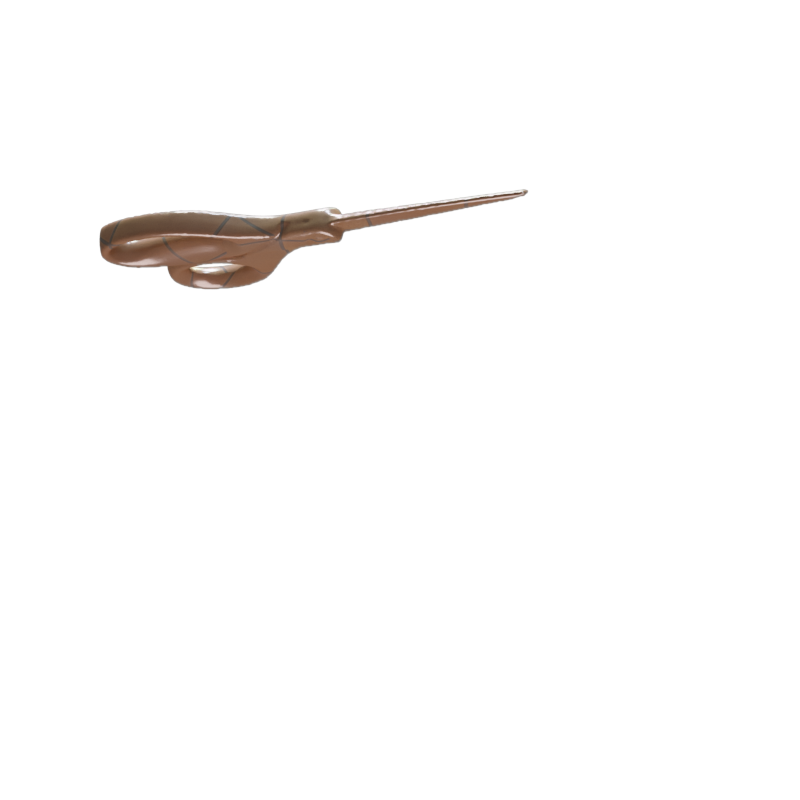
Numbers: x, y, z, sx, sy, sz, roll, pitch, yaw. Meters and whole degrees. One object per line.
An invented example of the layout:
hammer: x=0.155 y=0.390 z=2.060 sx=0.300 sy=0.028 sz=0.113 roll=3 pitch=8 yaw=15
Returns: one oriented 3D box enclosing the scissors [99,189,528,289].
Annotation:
scissors: x=-0.041 y=-0.075 z=0.528 sx=0.204 sy=0.016 sz=0.092 roll=-2 pitch=-12 yaw=9
